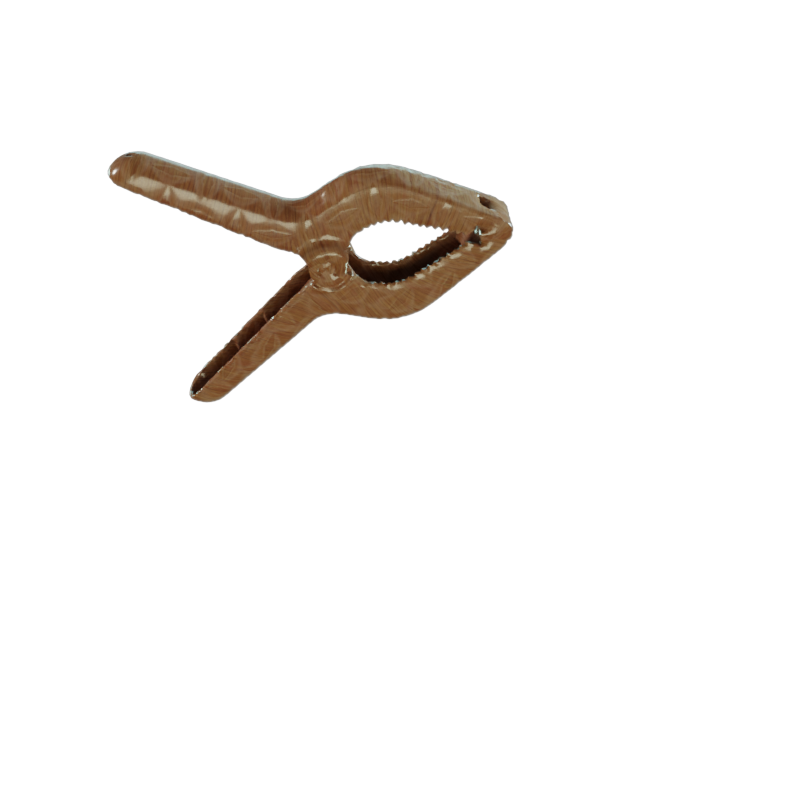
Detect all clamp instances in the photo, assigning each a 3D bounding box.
[{"bbox_3d":[-0.047,-0.086,0.605,0.211,0.153,0.039,-15,34,11],"label":"clamp"}]
